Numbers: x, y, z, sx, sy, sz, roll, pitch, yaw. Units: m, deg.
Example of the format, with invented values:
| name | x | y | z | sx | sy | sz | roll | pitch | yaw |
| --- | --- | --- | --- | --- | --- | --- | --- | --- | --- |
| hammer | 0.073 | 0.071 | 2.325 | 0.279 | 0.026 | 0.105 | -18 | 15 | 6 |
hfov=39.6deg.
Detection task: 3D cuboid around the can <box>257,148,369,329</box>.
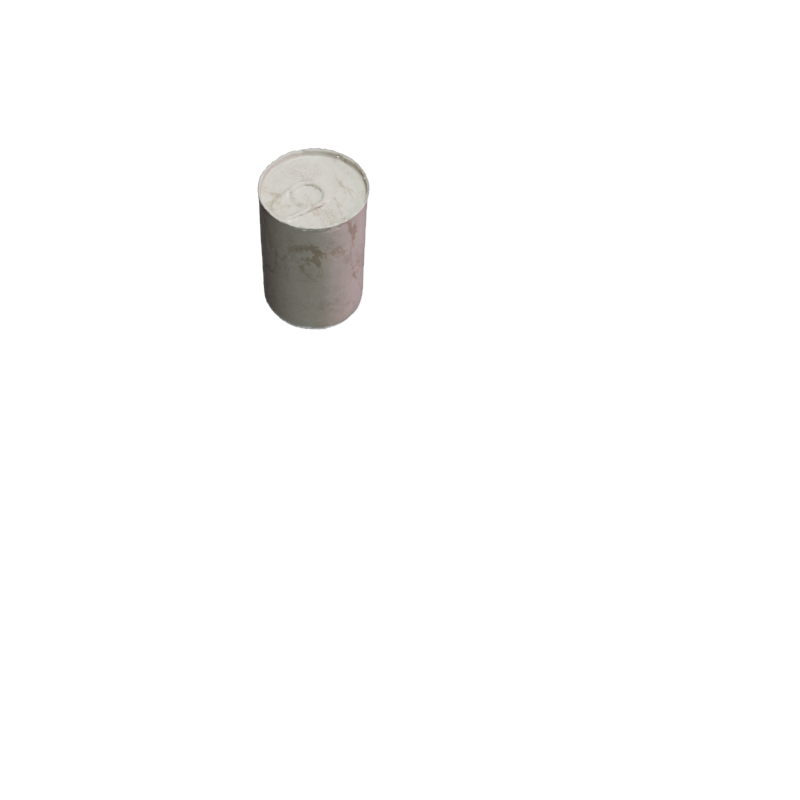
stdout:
| name | x | y | z | sx | sy | sz | roll | pitch | yaw |
| --- | --- | --- | --- | --- | --- | --- | --- | --- | --- |
| can | -0.055 | -0.101 | 0.709 | 0.068 | 0.073 | 0.095 | 0 | -37 | -3 |
